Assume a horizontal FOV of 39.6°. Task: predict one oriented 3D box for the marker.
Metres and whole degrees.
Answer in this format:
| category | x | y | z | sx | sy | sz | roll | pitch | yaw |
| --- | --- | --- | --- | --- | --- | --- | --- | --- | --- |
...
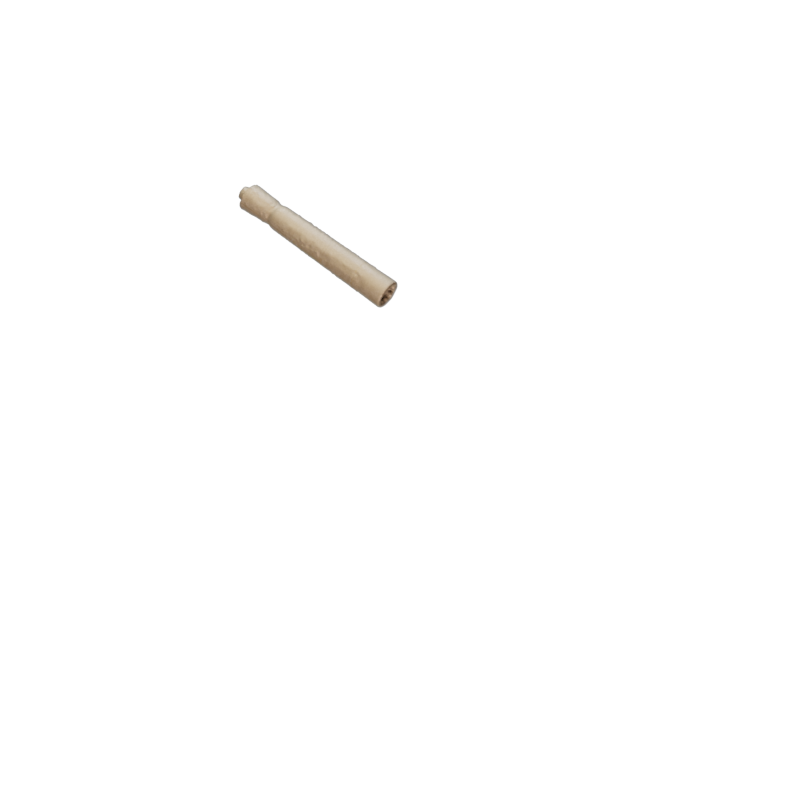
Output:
| category | x | y | z | sx | sy | sz | roll | pitch | yaw |
| --- | --- | --- | --- | --- | --- | --- | --- | --- | --- |
| marker | -0.054 | -0.099 | 0.690 | 0.127 | 0.019 | 0.019 | 37 | 18 | 22 |
